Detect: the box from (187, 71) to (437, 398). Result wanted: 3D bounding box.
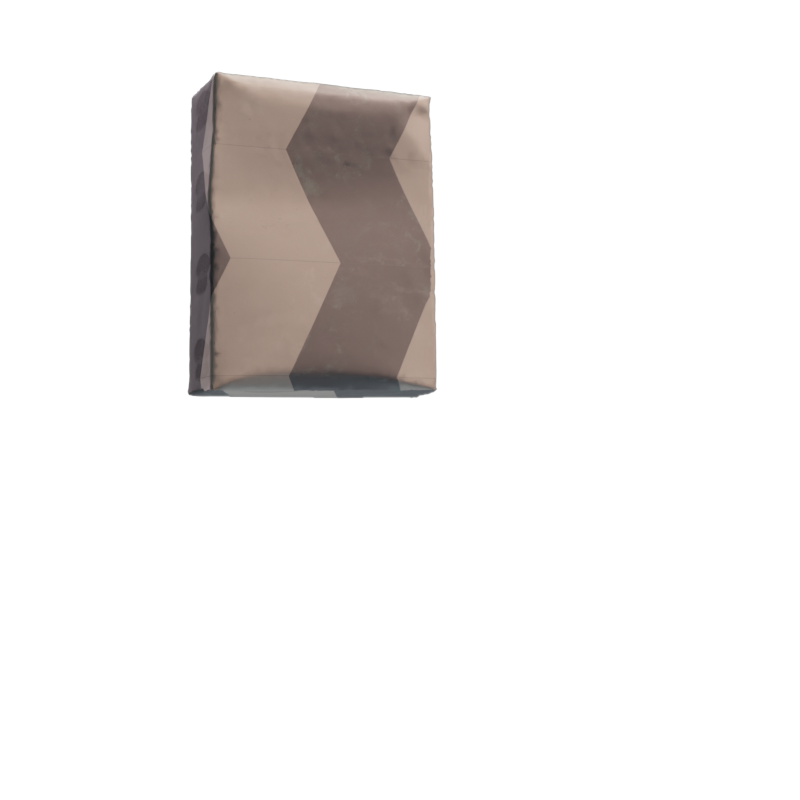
[{"bbox_3d":[-0.060,-0.110,0.768,0.159,0.219,0.072,2,-9,-21],"label":"box"}]
